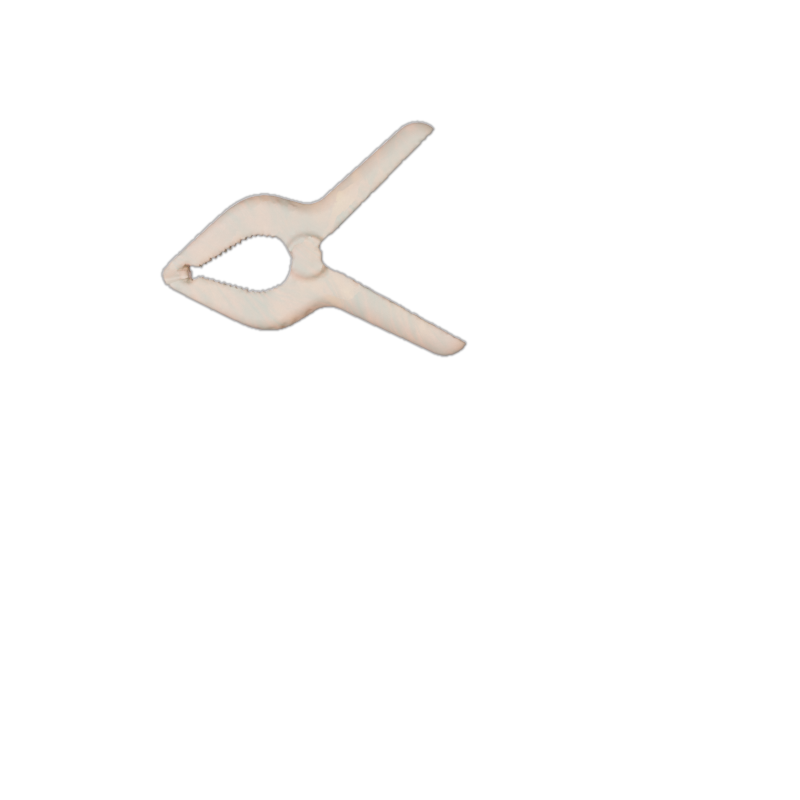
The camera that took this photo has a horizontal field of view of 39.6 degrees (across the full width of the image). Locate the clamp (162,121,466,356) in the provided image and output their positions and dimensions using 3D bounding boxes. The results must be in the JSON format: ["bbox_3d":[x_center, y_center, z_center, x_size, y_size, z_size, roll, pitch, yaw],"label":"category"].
[{"bbox_3d":[-0.061,-0.111,0.779,0.210,0.166,0.036,-2,-3,0],"label":"clamp"}]
